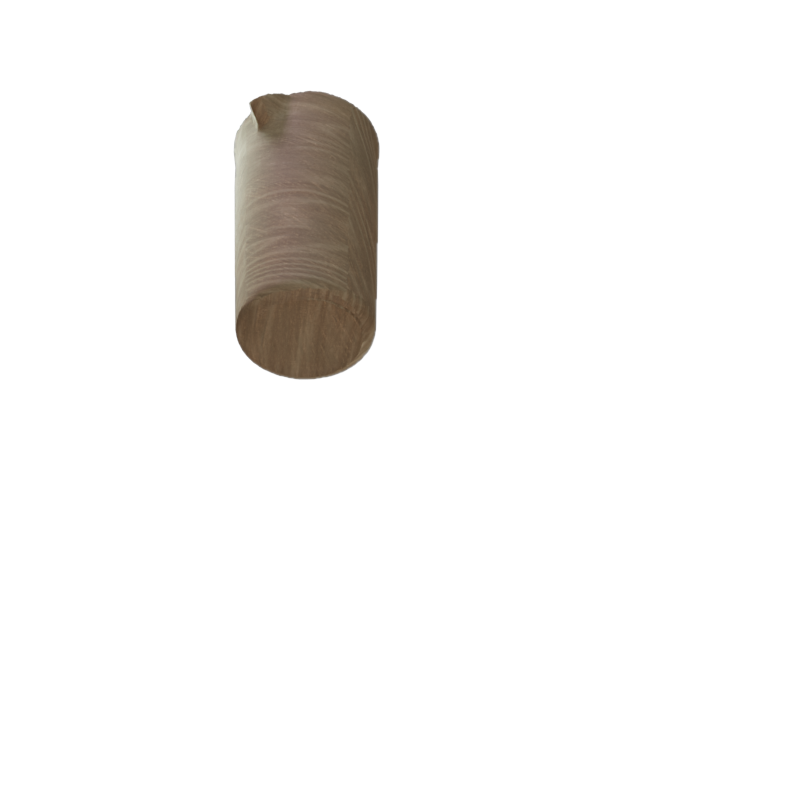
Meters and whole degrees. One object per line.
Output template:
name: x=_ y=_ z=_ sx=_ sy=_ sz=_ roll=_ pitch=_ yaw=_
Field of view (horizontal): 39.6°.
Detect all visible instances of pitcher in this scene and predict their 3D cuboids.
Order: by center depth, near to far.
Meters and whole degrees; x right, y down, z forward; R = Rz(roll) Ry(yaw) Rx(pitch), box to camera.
pitcher: x=-0.073 y=-0.133 z=0.934 sx=0.146 sy=0.261 sz=0.138 roll=11 pitch=-45 yaw=-14
